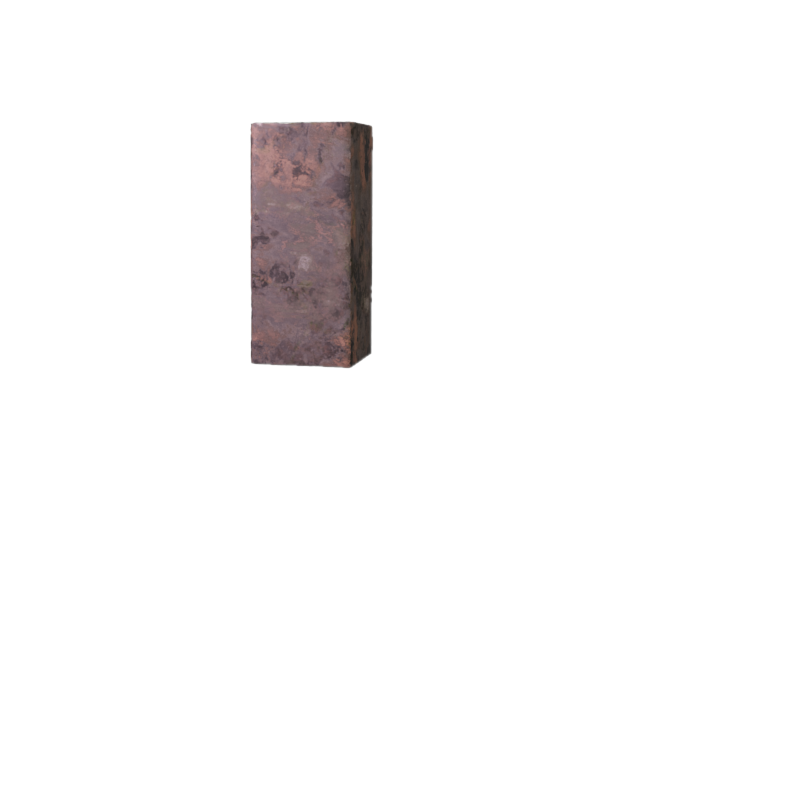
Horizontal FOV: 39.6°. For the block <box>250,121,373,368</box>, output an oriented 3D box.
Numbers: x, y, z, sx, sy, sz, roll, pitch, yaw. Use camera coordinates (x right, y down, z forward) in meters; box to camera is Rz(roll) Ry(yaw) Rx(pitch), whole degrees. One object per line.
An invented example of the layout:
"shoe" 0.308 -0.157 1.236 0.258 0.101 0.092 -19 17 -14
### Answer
"block" -0.075 -0.139 0.971 0.092 0.204 0.090 1 4 13
